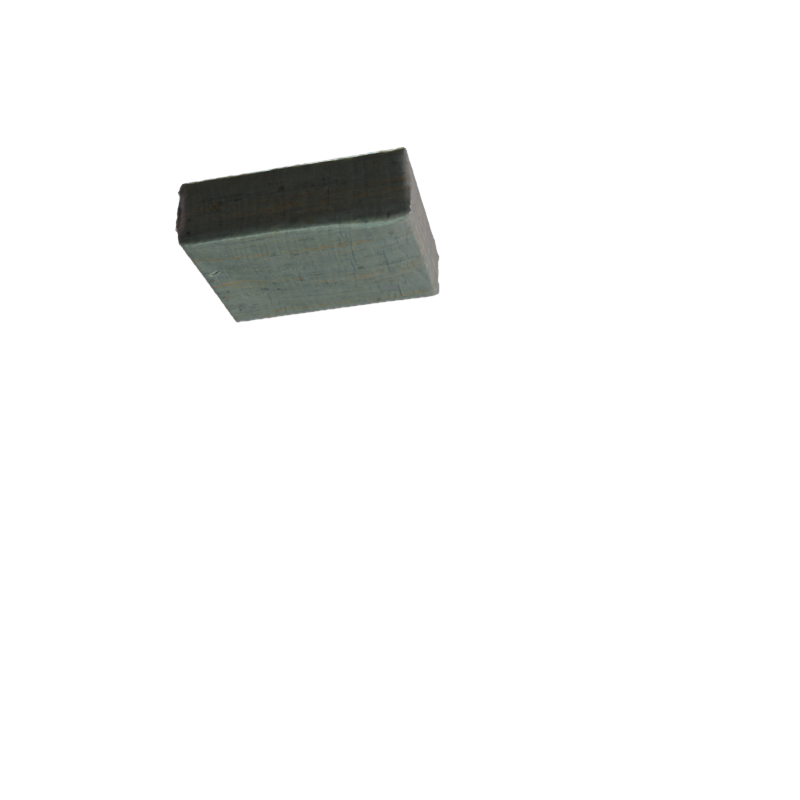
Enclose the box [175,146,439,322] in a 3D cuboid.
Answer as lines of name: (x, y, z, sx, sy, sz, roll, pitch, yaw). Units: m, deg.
box: (-0.043, -0.078, 0.547, 0.115, 0.041, 0.084, -5, -23, 11)
